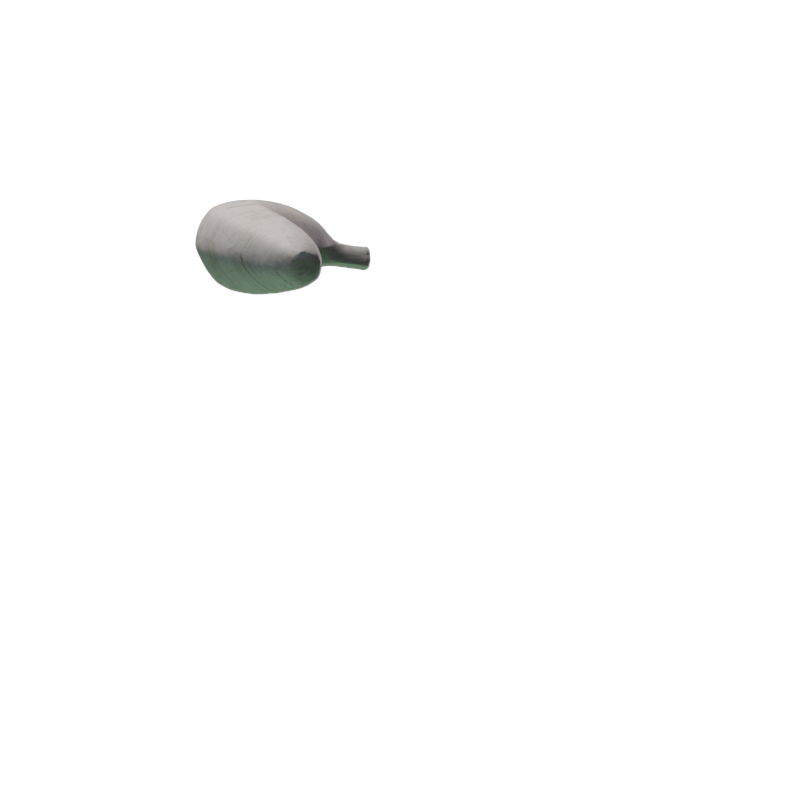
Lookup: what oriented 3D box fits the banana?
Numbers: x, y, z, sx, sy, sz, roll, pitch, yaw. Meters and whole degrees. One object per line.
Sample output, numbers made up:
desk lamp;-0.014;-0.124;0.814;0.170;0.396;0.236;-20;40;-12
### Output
banana;-0.056;-0.070;0.492;0.070;0.036;0.199;1;10;5
